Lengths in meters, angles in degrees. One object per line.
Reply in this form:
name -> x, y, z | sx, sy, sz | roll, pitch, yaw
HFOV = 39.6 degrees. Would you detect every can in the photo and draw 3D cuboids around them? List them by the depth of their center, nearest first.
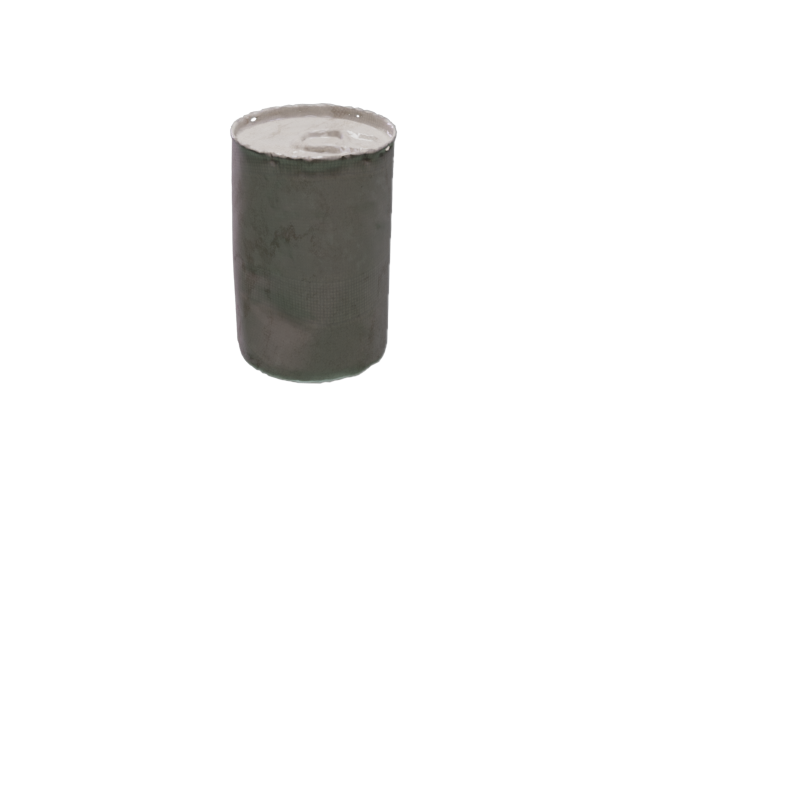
can -> -0.037, -0.067, 0.471 | 0.068, 0.097, 0.073 | 0, 27, -2
